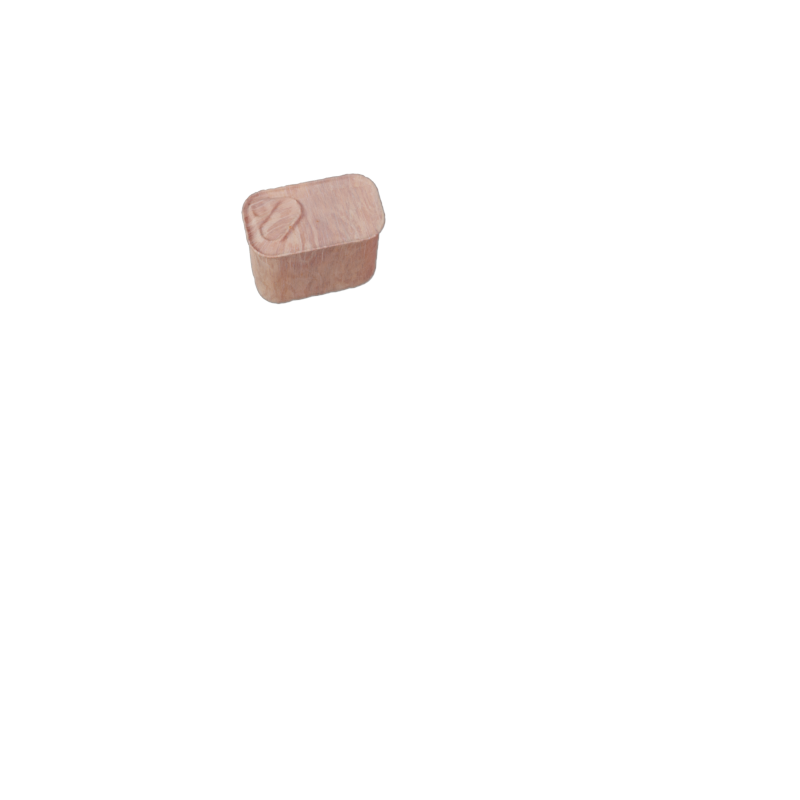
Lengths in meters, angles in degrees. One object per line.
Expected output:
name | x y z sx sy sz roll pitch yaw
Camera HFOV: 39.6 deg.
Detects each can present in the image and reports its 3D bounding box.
can | -0.066 -0.119 0.837 0.101 0.061 0.079 -12 -23 -7
